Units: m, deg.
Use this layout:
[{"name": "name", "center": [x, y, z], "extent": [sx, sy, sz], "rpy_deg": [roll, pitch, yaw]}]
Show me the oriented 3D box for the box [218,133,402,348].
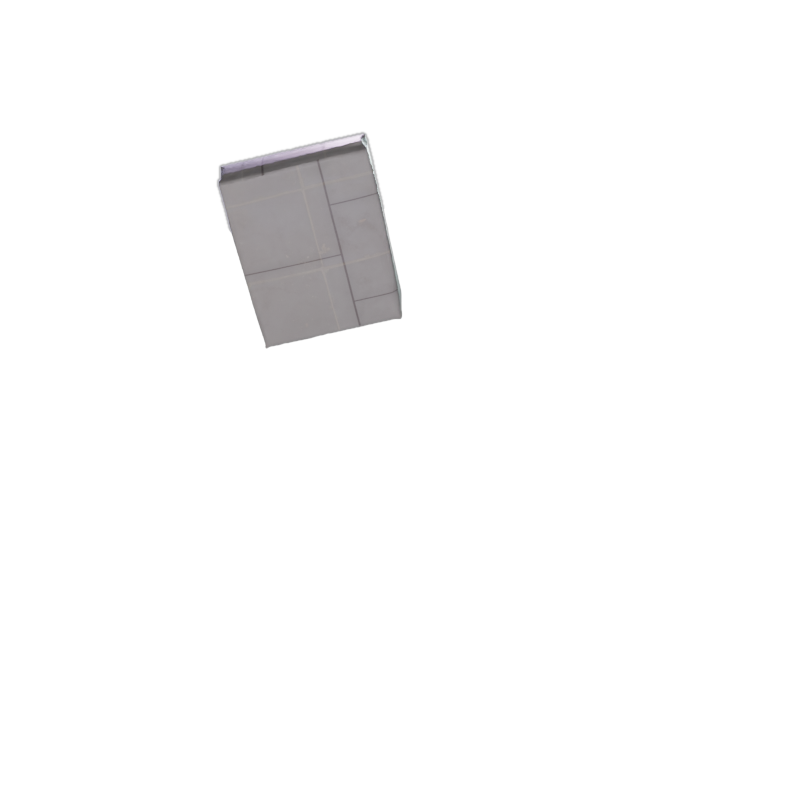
[{"name": "box", "center": [-0.052, -0.095, 0.662], "extent": [0.090, 0.108, 0.041], "rpy_deg": [-12, 22, 4]}]
